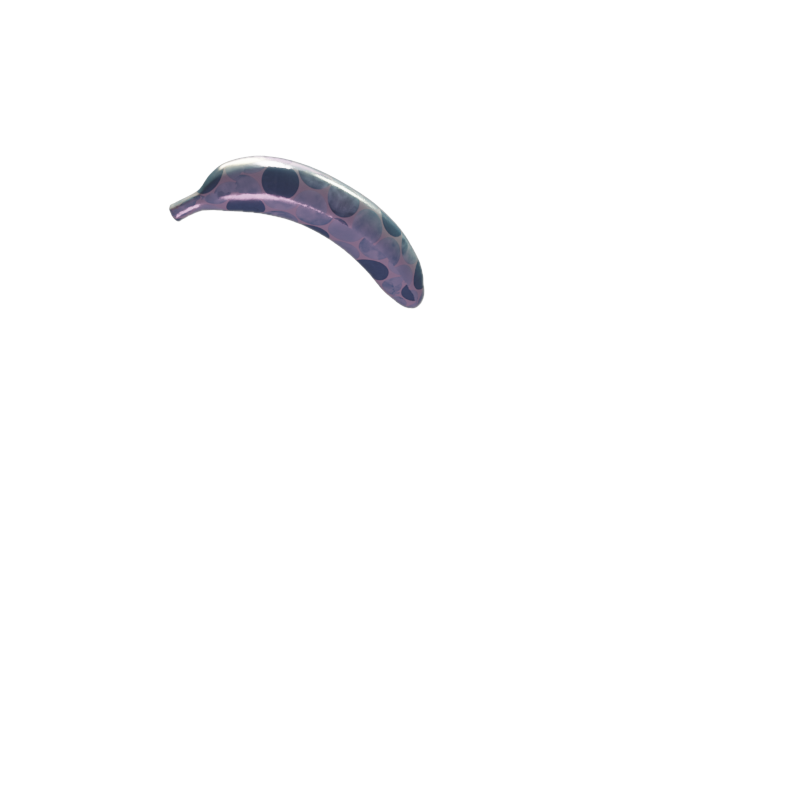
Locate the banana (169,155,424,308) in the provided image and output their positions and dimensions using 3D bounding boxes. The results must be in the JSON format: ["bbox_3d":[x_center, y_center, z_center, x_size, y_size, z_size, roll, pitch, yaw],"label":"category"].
[{"bbox_3d":[-0.052,-0.119,0.745,0.189,0.039,0.068,21,-44,-24],"label":"banana"}]
